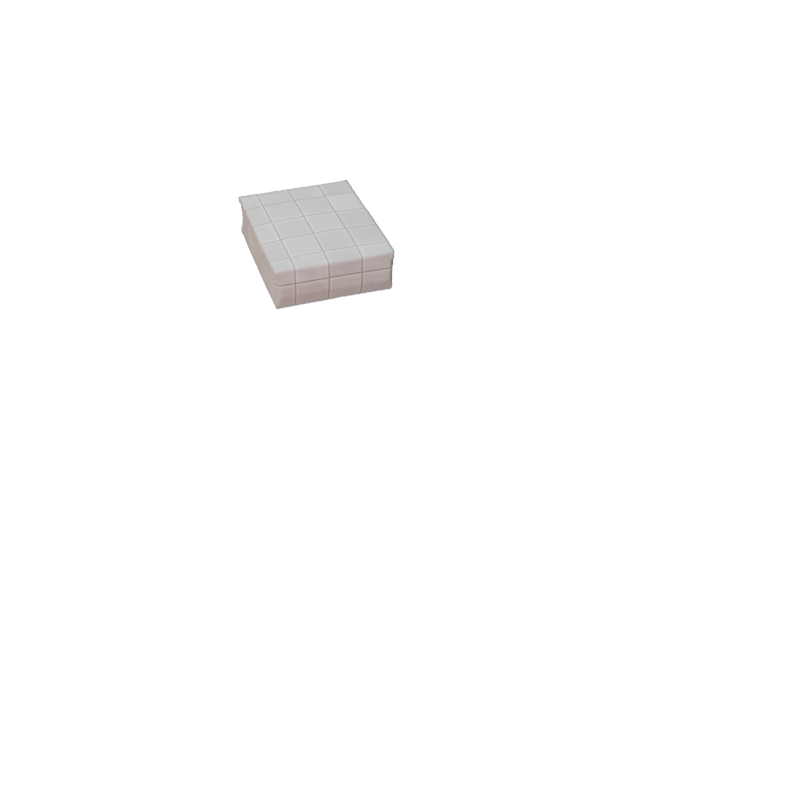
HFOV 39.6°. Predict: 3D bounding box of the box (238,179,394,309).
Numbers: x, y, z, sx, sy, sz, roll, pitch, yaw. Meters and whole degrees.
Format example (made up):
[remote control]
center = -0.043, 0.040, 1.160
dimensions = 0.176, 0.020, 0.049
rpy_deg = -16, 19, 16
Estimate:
[box]
center = -0.065, -0.119, 0.831
dimensions = 0.089, 0.036, 0.123
rpy_deg = -11, 37, -16
